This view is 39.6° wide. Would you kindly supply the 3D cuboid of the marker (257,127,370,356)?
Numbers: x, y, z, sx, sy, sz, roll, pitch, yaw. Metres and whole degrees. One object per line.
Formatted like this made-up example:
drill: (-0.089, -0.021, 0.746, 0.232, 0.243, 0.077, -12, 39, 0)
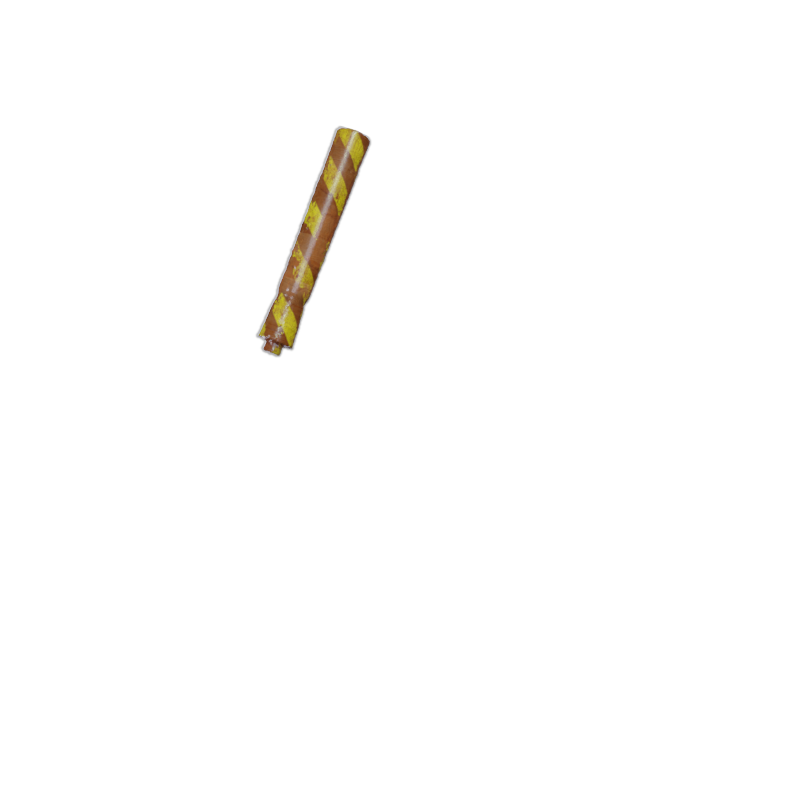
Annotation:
marker: (-0.044, -0.080, 0.561, 0.020, 0.123, 0.019, 19, -12, 1)
